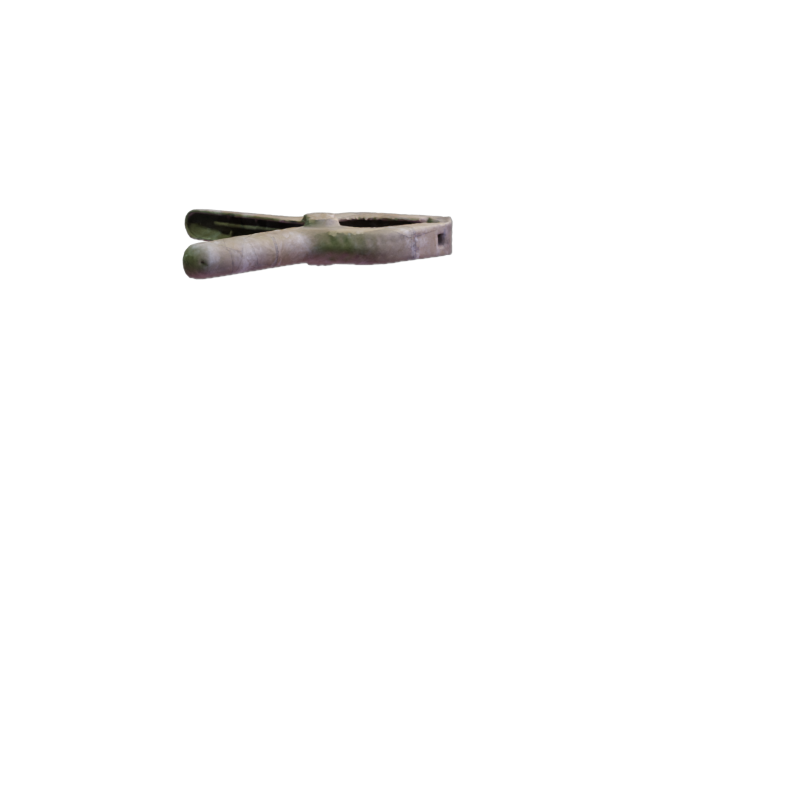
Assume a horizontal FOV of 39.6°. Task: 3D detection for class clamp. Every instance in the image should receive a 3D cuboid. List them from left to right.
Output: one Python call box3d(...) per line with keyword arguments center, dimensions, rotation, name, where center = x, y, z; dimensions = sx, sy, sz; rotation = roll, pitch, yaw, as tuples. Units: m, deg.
box3d(center=(-0.064, -0.117, 0.821), dimensions=(0.210, 0.035, 0.171), rotation=(0, 19, -1), name="clamp")
